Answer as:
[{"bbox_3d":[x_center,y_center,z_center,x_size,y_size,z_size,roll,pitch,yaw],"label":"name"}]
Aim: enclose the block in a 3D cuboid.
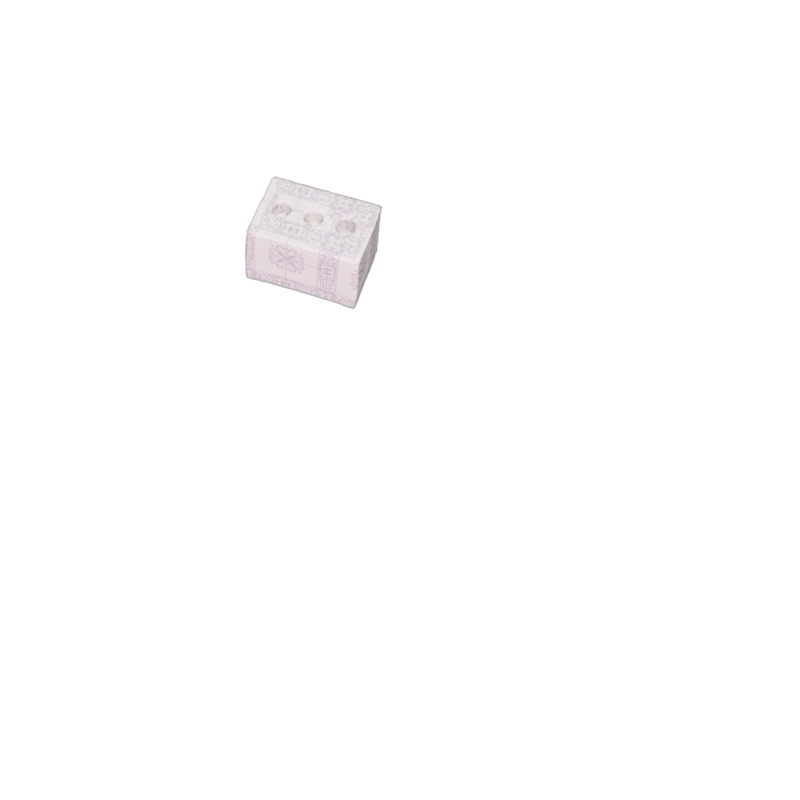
[{"bbox_3d":[-0.057,-0.104,0.726,0.080,0.055,0.048,16,-33,10],"label":"block"}]
